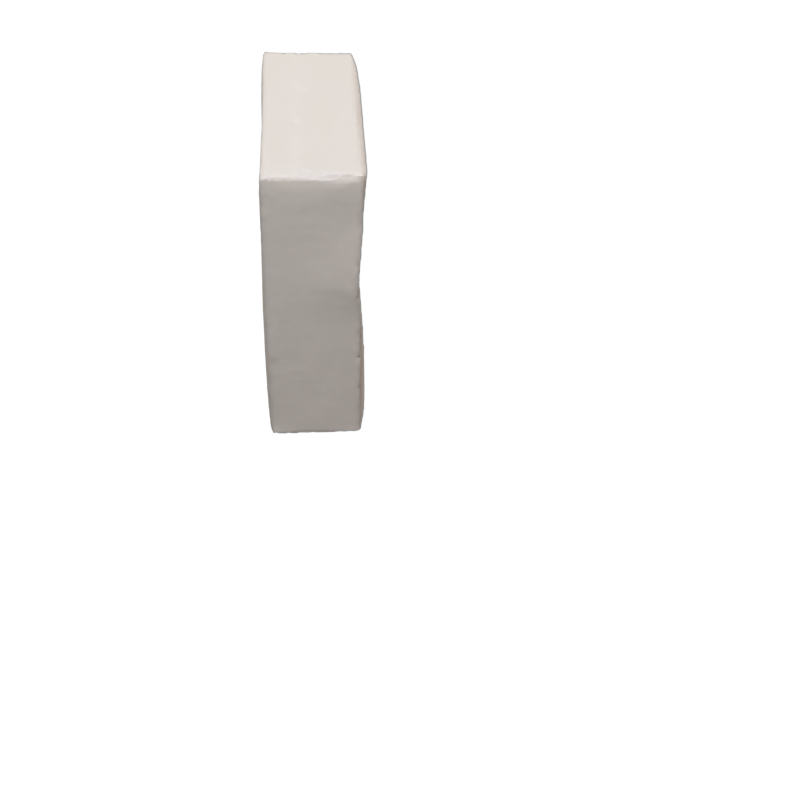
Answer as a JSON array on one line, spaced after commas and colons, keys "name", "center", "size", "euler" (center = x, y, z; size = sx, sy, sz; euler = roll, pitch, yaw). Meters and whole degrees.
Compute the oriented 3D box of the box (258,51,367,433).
[{"name": "box", "center": [-0.060, -0.110, 0.768], "size": [0.071, 0.200, 0.176], "euler": [-1, 40, -5]}]
